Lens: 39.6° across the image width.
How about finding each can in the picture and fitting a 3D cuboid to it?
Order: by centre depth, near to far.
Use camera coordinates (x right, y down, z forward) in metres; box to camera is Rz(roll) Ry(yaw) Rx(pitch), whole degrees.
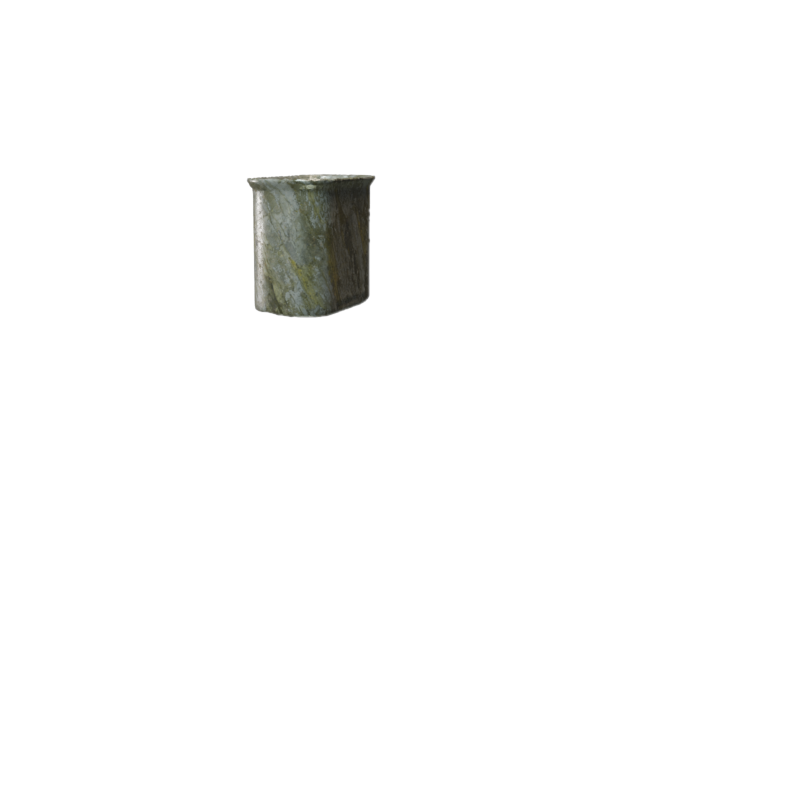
[{"bbox_3d":[-0.055,-0.101,0.707,0.059,0.082,0.101,3,10,20],"label":"can"}]
